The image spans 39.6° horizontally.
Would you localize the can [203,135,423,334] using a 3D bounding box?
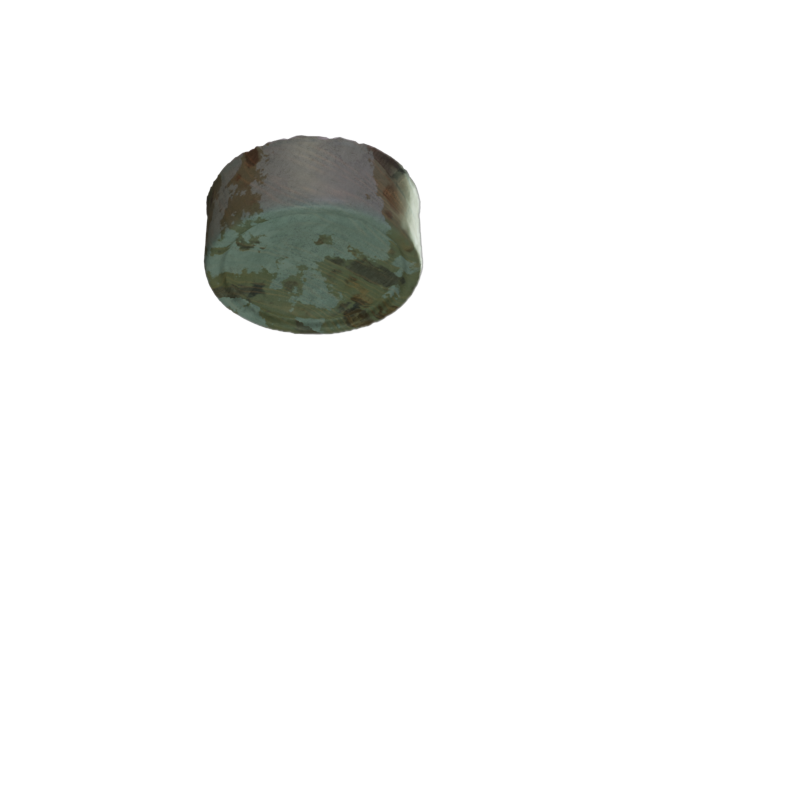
[{"bbox_3d":[-0.034,-0.062,0.434,0.086,0.036,0.080,1,-34,-2],"label":"can"}]
